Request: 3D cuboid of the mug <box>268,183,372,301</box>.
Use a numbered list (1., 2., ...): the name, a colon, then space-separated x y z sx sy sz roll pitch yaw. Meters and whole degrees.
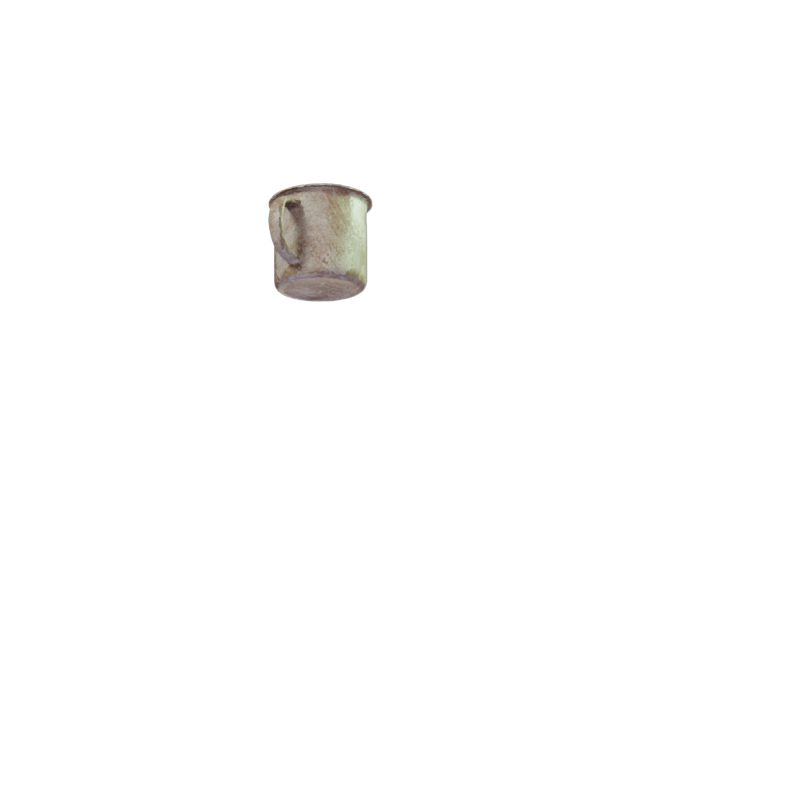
1. mug: -0.076 -0.138 0.967 0.095 0.085 0.110 -10 -18 28
